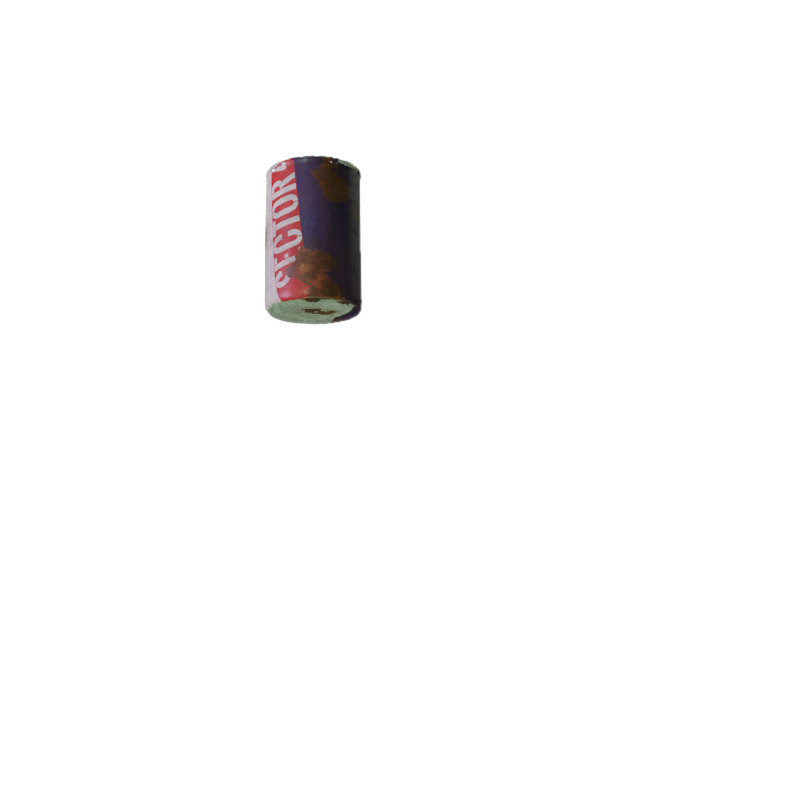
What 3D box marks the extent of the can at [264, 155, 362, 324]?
[{"bbox_3d":[-0.061,-0.111,0.774,0.068,0.107,0.066,0,-18,-2],"label":"can"}]
